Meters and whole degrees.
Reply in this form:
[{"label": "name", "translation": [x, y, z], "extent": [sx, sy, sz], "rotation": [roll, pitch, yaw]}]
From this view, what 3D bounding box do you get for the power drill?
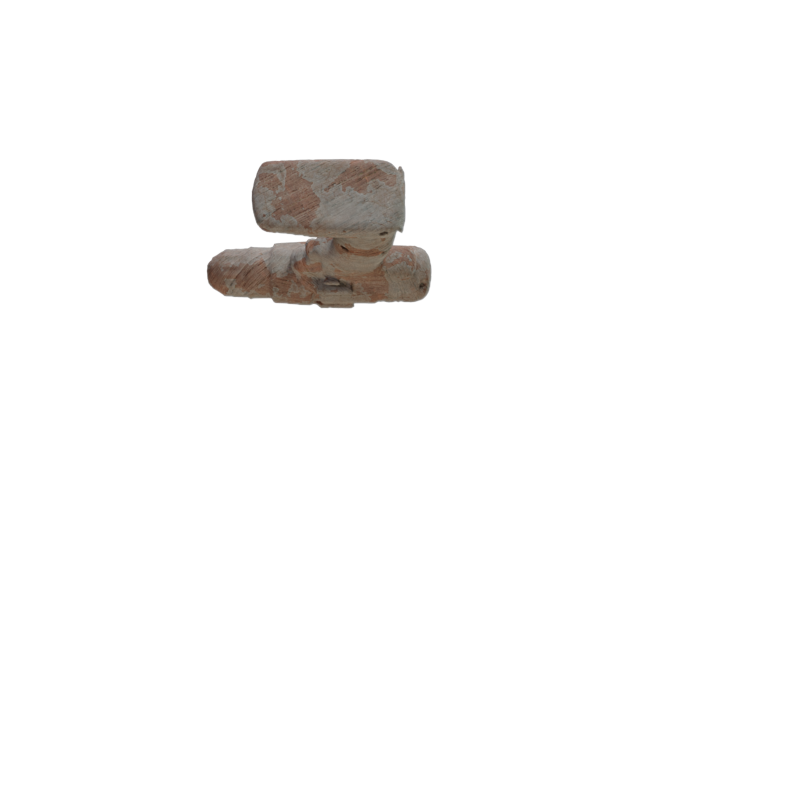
[{"label": "power drill", "translation": [-0.066, -0.121, 0.847], "extent": [0.185, 0.060, 0.180], "rotation": [0, -14, 1]}]
